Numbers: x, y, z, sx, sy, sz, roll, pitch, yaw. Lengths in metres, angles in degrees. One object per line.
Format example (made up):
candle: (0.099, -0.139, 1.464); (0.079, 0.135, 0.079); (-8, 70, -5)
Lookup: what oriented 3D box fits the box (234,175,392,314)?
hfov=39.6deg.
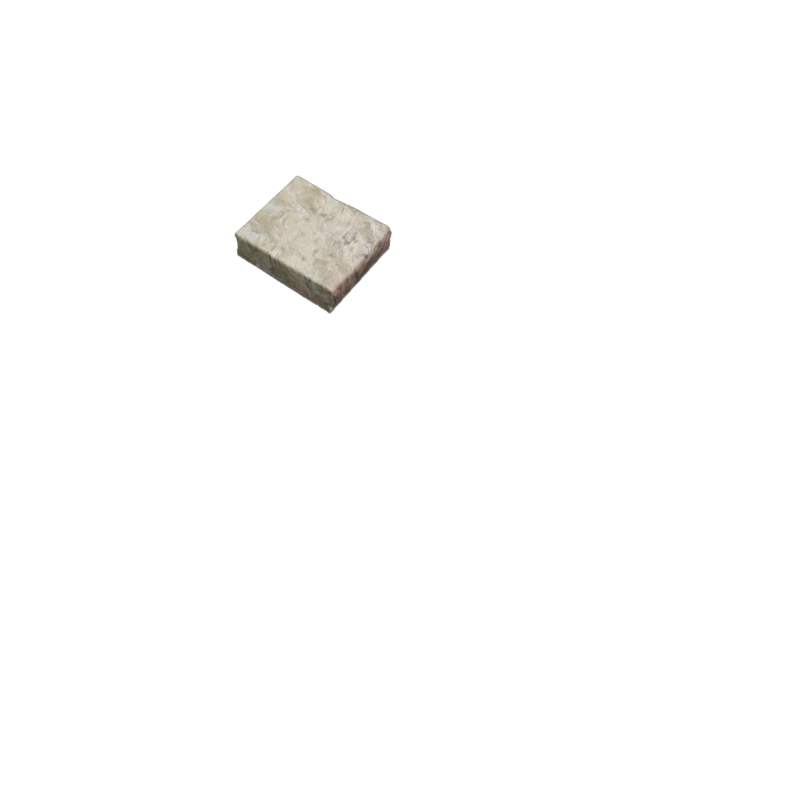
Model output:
box: (-0.063, -0.115, 0.804); (0.094, 0.075, 0.028); (31, -31, 21)
